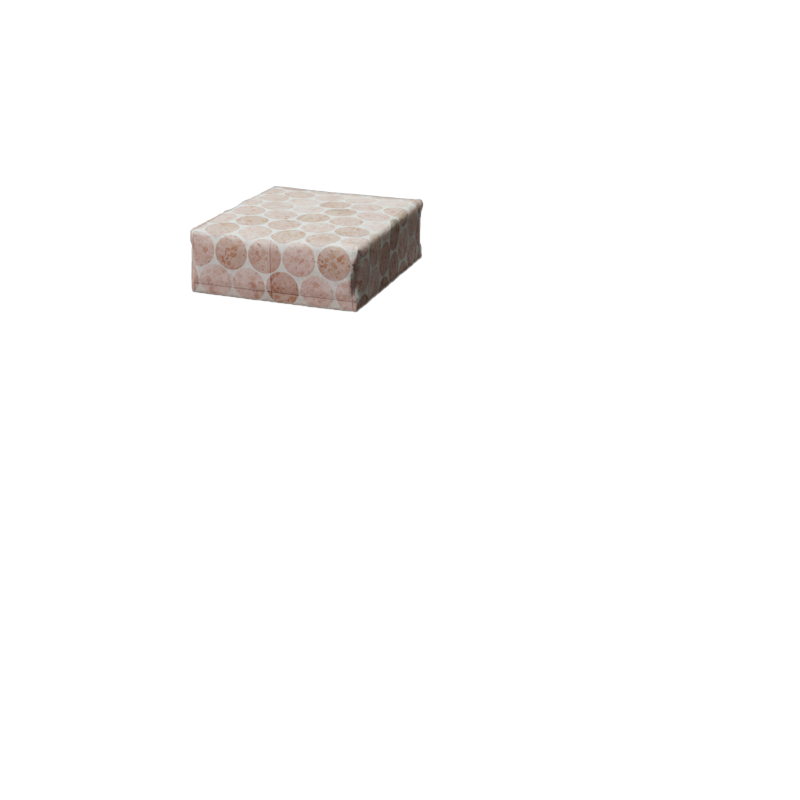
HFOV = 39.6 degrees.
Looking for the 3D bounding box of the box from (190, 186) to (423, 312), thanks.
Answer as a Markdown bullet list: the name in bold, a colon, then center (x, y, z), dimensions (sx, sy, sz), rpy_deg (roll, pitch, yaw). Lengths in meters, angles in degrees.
- **box**: center (-0.037, -0.067, 0.472), dimensions (0.075, 0.029, 0.090), rpy_deg (8, 24, 18)
